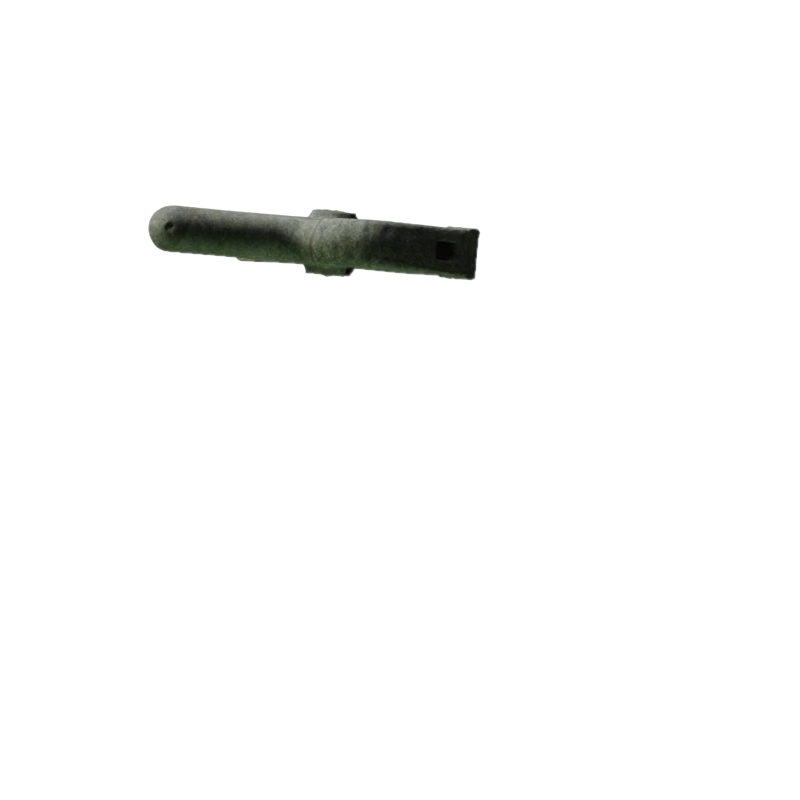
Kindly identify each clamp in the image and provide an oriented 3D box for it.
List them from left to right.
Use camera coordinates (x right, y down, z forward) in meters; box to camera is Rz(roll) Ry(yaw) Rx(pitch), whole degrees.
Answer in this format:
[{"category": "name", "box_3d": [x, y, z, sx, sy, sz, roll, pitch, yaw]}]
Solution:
[{"category": "clamp", "box_3d": [-0.047, -0.086, 0.602, 0.178, 0.039, 0.117, 5, 10, 27]}]
